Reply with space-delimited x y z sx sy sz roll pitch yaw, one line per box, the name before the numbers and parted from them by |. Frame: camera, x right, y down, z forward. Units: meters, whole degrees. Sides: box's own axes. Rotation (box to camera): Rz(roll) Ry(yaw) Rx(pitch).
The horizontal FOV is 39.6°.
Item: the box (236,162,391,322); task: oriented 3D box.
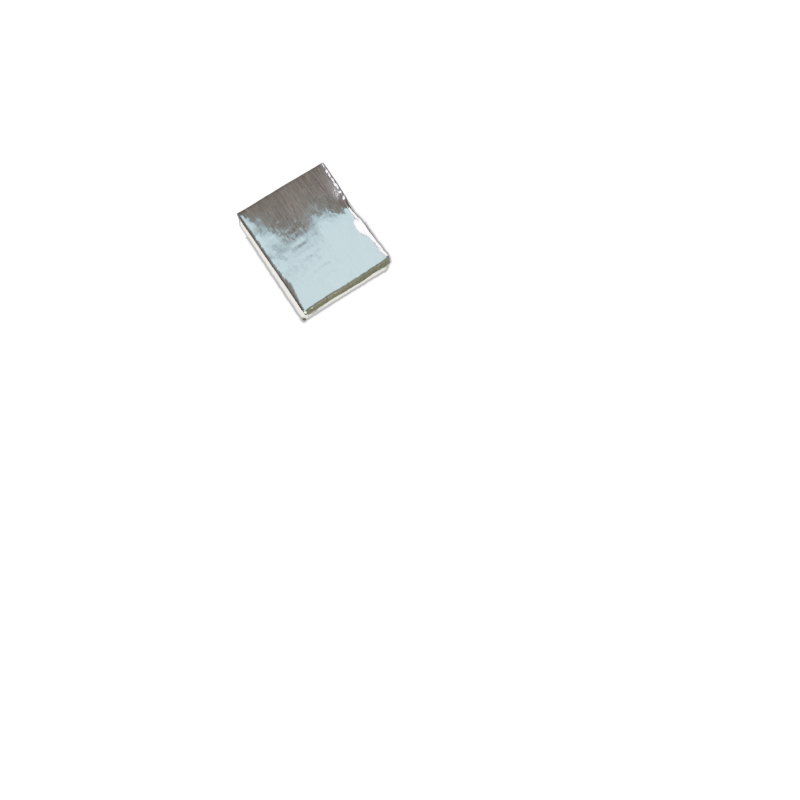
box | -0.061 -0.112 0.783 0.073 0.093 0.029 -32 -14 -9
